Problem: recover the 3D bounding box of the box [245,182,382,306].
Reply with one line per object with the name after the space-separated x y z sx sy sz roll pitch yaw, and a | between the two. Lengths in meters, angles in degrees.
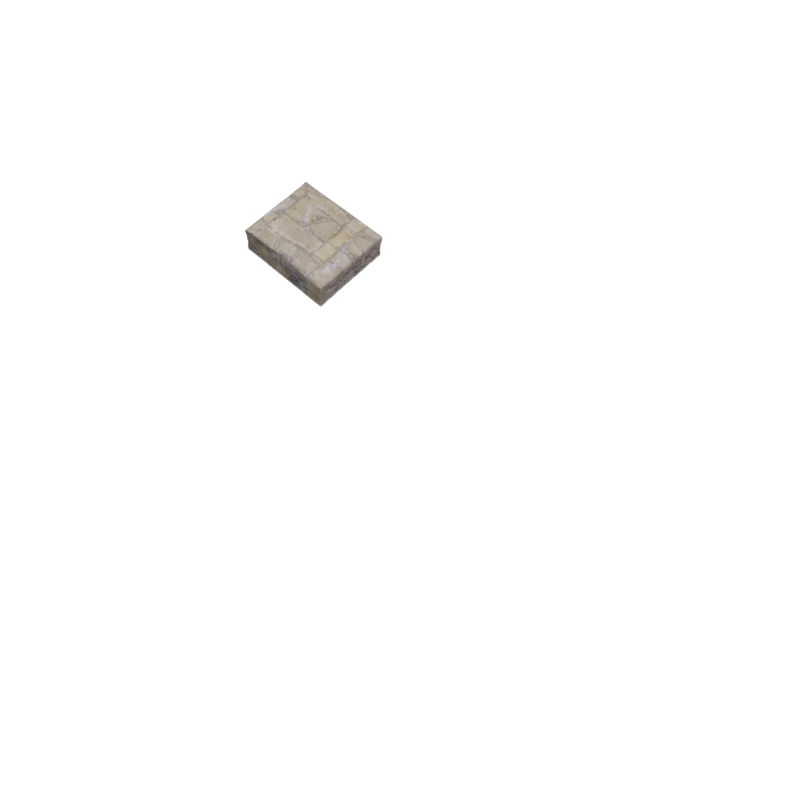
-0.072 -0.131 0.917 0.094 0.074 0.028 38 -26 22 | box
